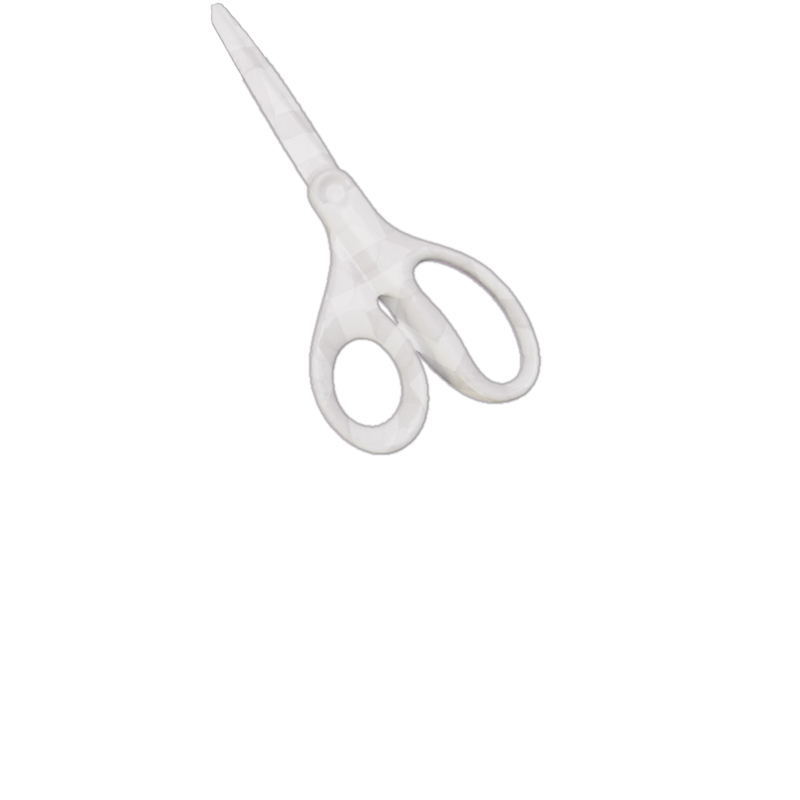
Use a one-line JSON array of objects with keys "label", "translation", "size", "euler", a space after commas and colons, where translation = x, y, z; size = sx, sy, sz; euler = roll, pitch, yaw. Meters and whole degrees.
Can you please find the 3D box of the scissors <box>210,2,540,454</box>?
[{"label": "scissors", "translation": [-0.035, -0.063, 0.441], "size": [0.207, 0.097, 0.015], "euler": [43, -10, 9]}]
